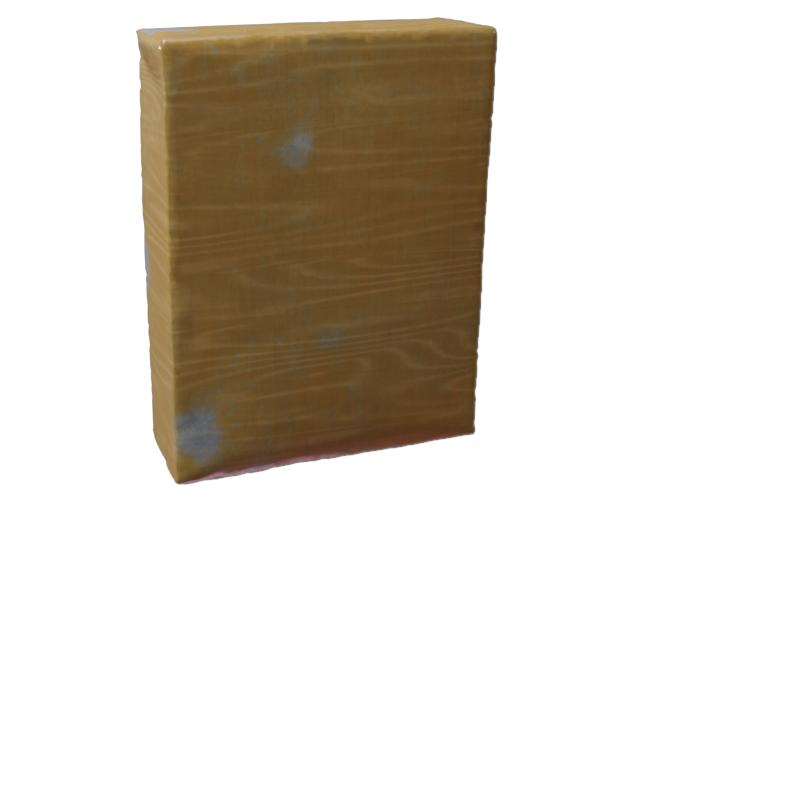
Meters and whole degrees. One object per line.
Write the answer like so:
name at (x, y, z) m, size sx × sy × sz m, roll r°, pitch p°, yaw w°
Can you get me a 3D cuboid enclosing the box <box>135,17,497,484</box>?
box at (-0.043, -0.079, 0.553) m, size 0.161 × 0.205 × 0.076 m, roll -7°, pitch 19°, yaw -21°
